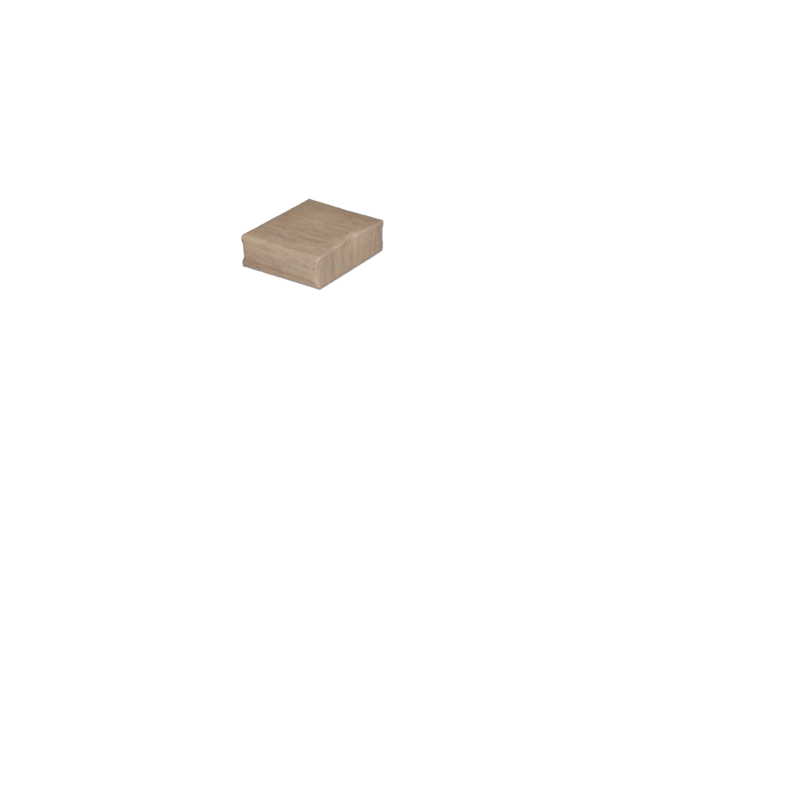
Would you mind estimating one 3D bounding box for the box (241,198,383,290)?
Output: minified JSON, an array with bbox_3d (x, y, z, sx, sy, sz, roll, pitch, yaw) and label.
[{"bbox_3d":[-0.067,-0.121,0.849,0.077,0.028,0.090,19,36,29],"label":"box"}]
